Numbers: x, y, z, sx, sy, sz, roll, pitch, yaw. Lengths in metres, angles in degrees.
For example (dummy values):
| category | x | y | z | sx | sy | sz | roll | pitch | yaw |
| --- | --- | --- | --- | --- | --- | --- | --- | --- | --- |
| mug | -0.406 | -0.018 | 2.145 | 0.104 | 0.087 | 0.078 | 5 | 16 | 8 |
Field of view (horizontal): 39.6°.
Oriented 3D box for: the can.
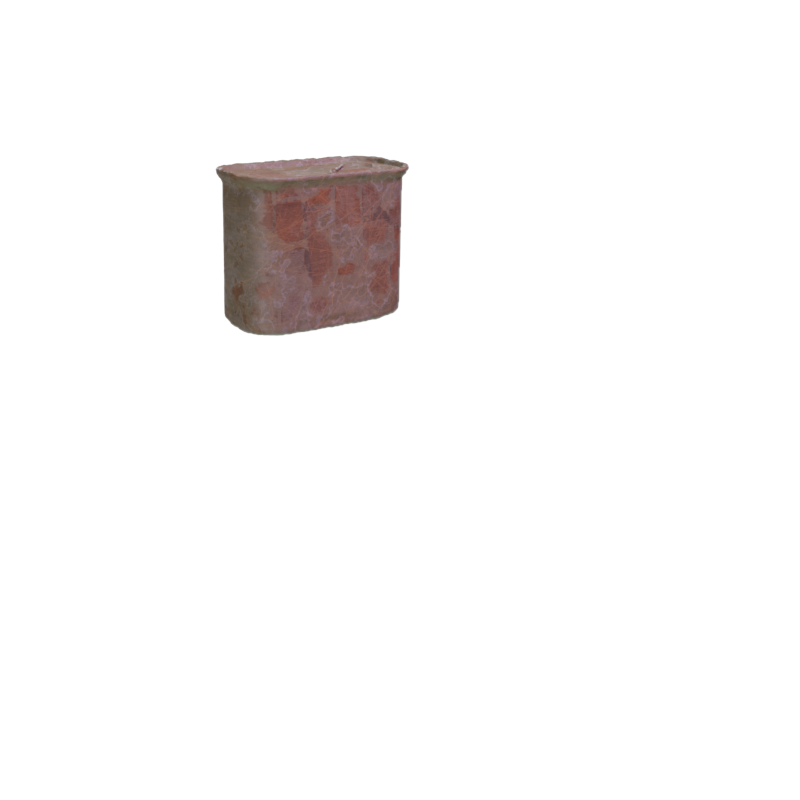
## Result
| category | x | y | z | sx | sy | sz | roll | pitch | yaw |
| --- | --- | --- | --- | --- | --- | --- | --- | --- | --- |
| can | -0.047 | -0.086 | 0.600 | 0.099 | 0.081 | 0.061 | -10 | 18 | -31 |
